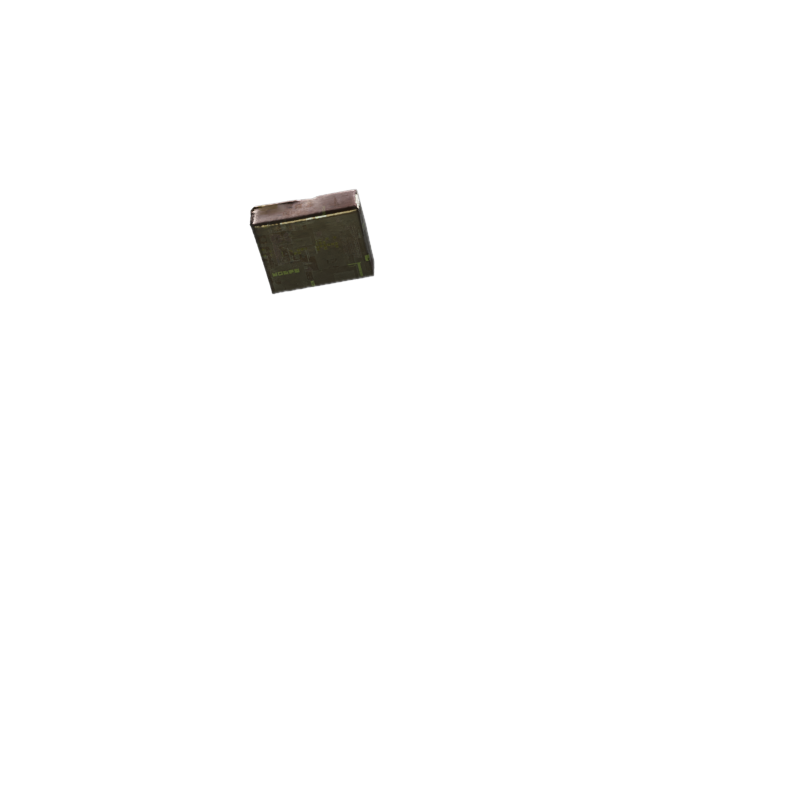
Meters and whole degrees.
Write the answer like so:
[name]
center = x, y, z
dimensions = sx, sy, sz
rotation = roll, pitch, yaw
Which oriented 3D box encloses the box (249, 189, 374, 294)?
[box]
center = -0.071, -0.129, 0.901
dimensions = 0.090, 0.068, 0.032
rotation = -9, 41, 7
